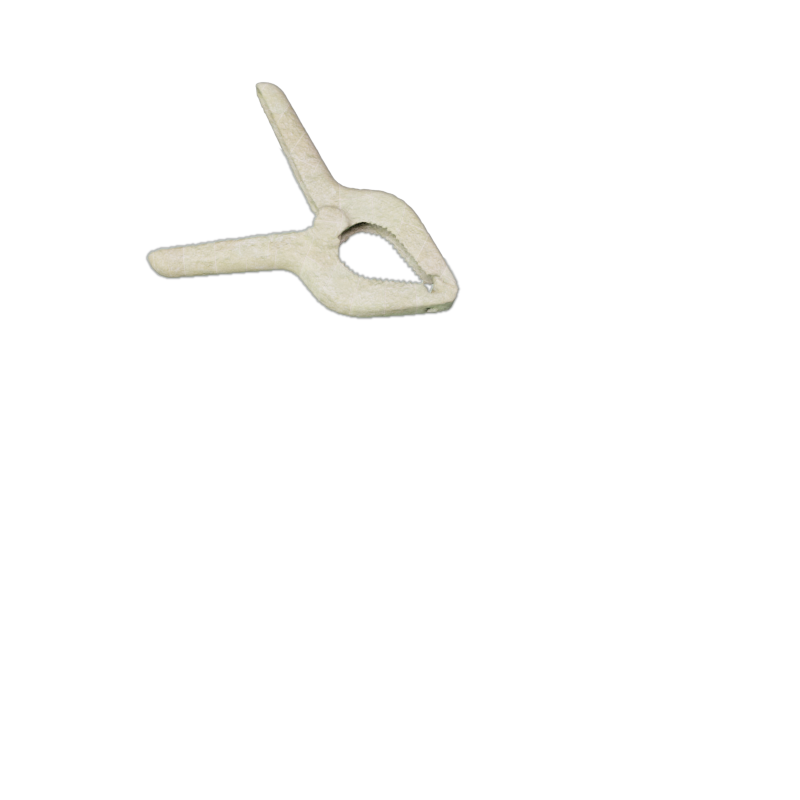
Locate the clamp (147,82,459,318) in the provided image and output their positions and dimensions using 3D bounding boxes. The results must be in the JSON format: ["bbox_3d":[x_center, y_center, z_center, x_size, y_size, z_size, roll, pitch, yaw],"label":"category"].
[{"bbox_3d":[-0.061,-0.111,0.780,0.215,0.167,0.035,34,-14,10],"label":"clamp"}]
